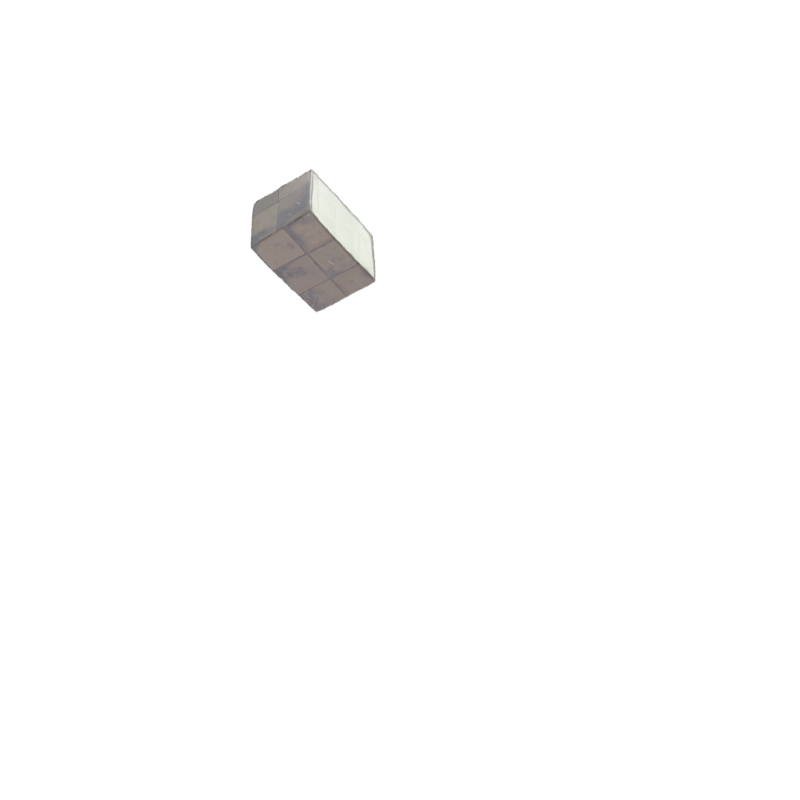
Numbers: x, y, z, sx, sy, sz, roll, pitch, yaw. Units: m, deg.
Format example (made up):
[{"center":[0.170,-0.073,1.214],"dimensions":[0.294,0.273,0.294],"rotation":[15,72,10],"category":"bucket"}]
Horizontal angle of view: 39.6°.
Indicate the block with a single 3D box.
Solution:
[{"center":[-0.060,-0.110,0.768],"dimensions":[0.053,0.055,0.072],"rotation":[-28,-52,22],"category":"block"}]
